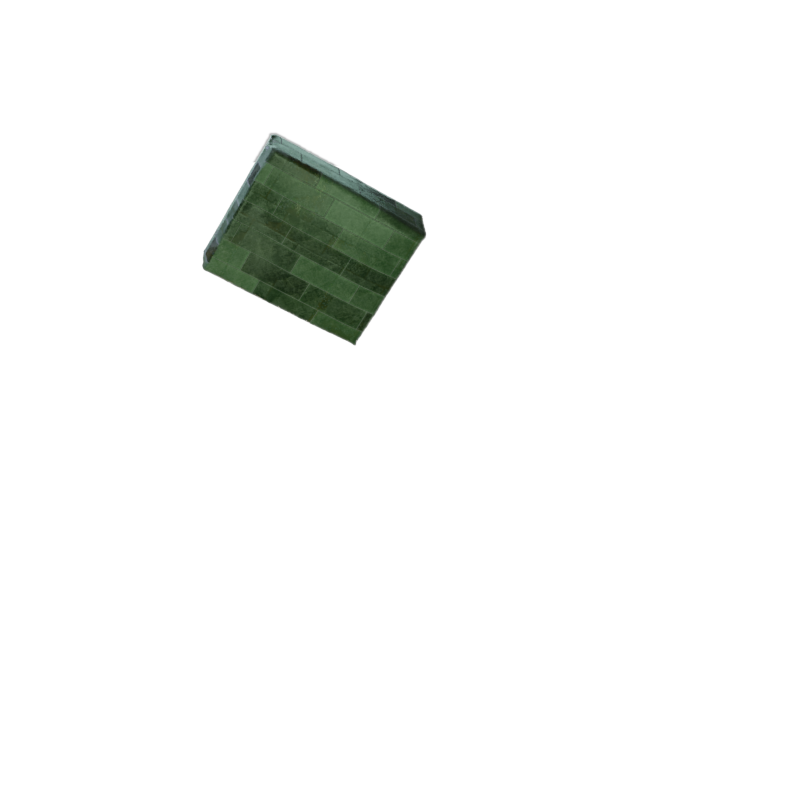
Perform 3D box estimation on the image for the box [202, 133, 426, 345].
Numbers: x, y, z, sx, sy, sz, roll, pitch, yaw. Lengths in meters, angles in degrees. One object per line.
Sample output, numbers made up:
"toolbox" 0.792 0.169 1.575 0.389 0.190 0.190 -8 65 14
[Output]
"box" -0.054 -0.098 0.689 0.111 0.088 0.041 29 20 -12
